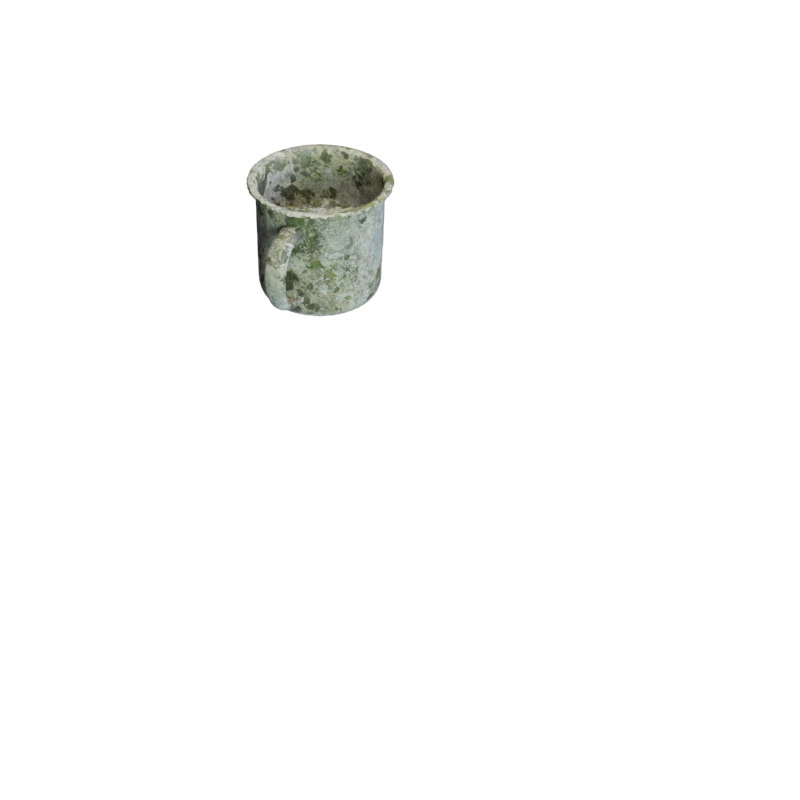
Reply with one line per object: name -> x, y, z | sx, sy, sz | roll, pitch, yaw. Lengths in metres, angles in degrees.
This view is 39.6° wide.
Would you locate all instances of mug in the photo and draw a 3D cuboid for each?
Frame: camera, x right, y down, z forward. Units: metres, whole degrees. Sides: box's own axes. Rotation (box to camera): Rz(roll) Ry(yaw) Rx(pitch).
mug -> -0.055, -0.101, 0.709 | 0.096, 0.076, 0.122 | 12, 39, 14
